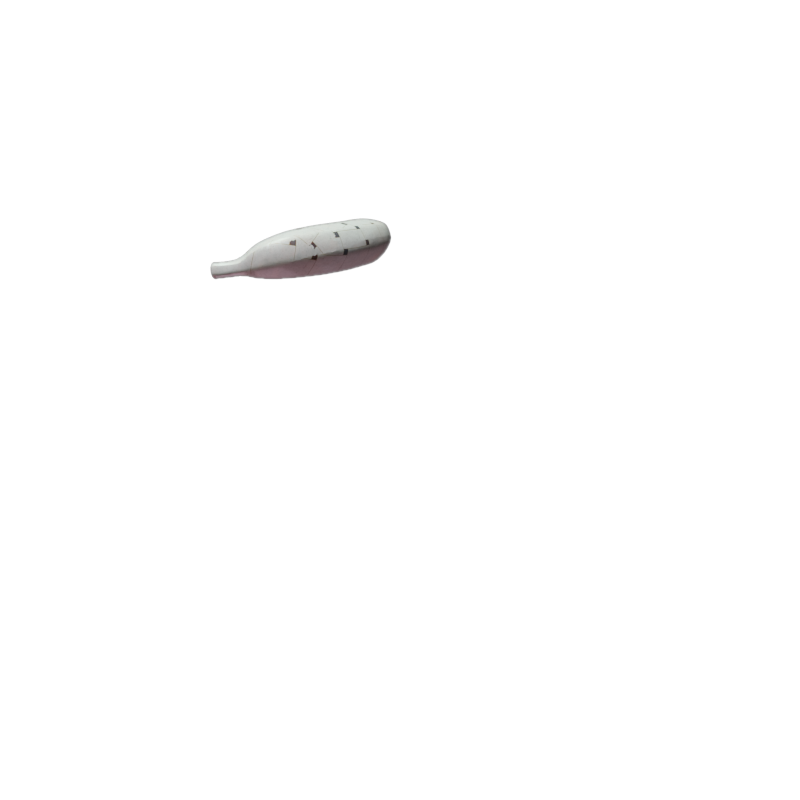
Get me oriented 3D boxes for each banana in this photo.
[{"bbox_3d":[-0.055,-0.120,0.851,0.073,0.036,0.194,10,18,35],"label":"banana"}]
